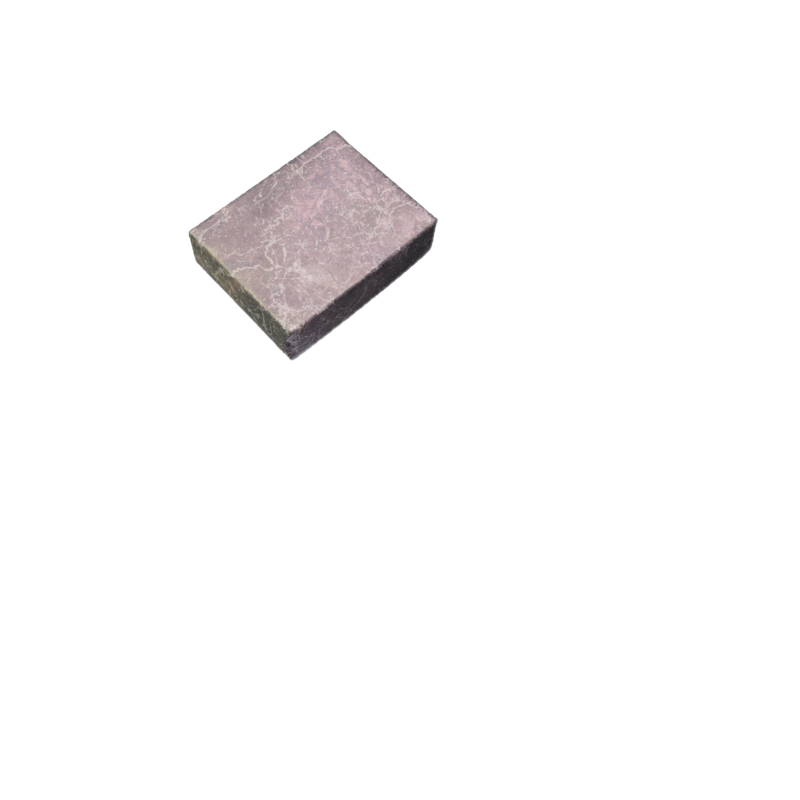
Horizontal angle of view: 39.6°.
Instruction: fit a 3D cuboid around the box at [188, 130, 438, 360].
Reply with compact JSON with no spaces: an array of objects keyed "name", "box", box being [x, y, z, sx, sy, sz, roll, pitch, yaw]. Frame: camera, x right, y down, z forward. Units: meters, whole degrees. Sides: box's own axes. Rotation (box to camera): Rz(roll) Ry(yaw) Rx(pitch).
[{"name":"box","box":[-0.050,-0.090,0.634,0.114,0.095,0.036,-38,-24,-21]}]
